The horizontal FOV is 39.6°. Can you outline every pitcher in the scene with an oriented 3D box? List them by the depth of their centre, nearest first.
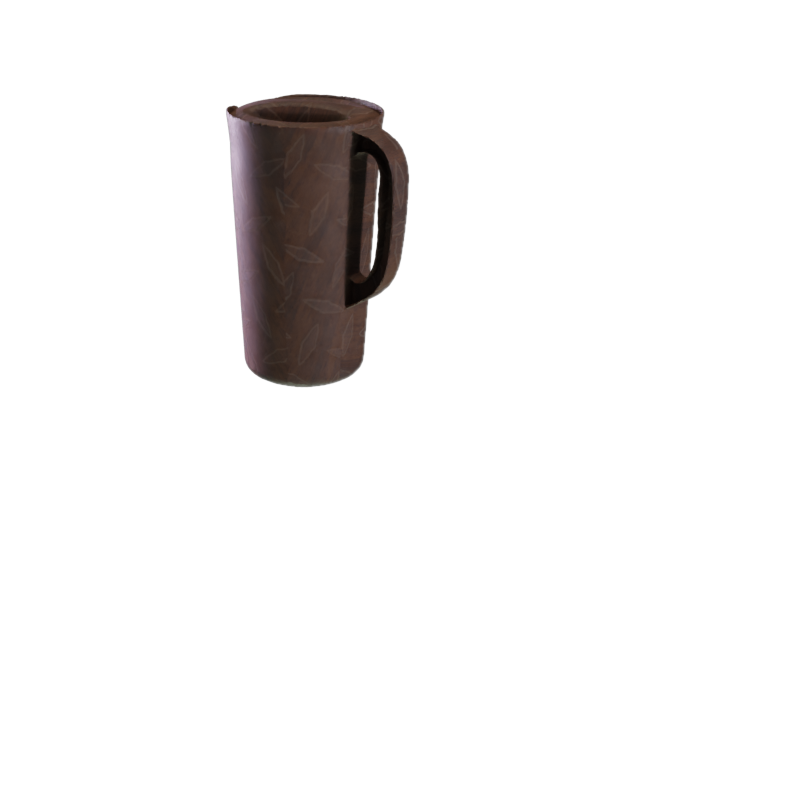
[{"bbox_3d":[-0.075,-0.137,0.957,0.144,0.232,0.157,-1,21,-6],"label":"pitcher"}]
